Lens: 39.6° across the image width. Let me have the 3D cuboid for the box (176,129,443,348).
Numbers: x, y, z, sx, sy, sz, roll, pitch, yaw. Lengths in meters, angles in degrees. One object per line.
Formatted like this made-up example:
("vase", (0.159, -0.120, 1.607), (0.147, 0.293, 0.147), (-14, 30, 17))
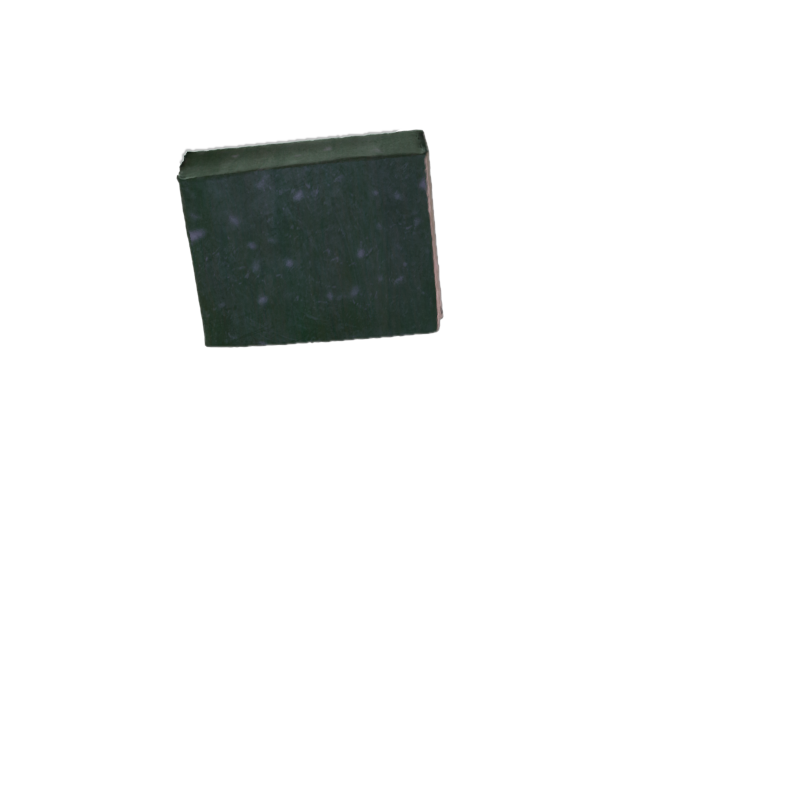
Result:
("box", (-0.040, -0.073, 0.510), (0.114, 0.085, 0.041), (-5, 25, 2))
